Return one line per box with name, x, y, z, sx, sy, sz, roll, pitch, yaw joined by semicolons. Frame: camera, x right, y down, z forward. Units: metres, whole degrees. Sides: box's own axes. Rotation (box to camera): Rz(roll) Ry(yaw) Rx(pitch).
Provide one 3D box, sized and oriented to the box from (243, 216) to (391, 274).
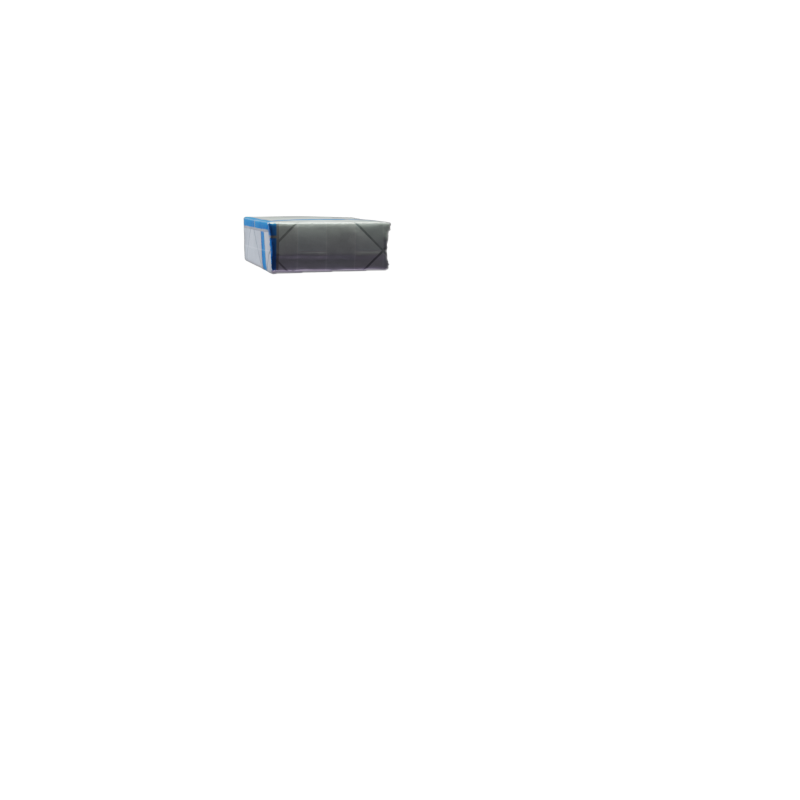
box;-0.065;-0.118;0.827;0.088;0.038;0.118;-3;13;-15
